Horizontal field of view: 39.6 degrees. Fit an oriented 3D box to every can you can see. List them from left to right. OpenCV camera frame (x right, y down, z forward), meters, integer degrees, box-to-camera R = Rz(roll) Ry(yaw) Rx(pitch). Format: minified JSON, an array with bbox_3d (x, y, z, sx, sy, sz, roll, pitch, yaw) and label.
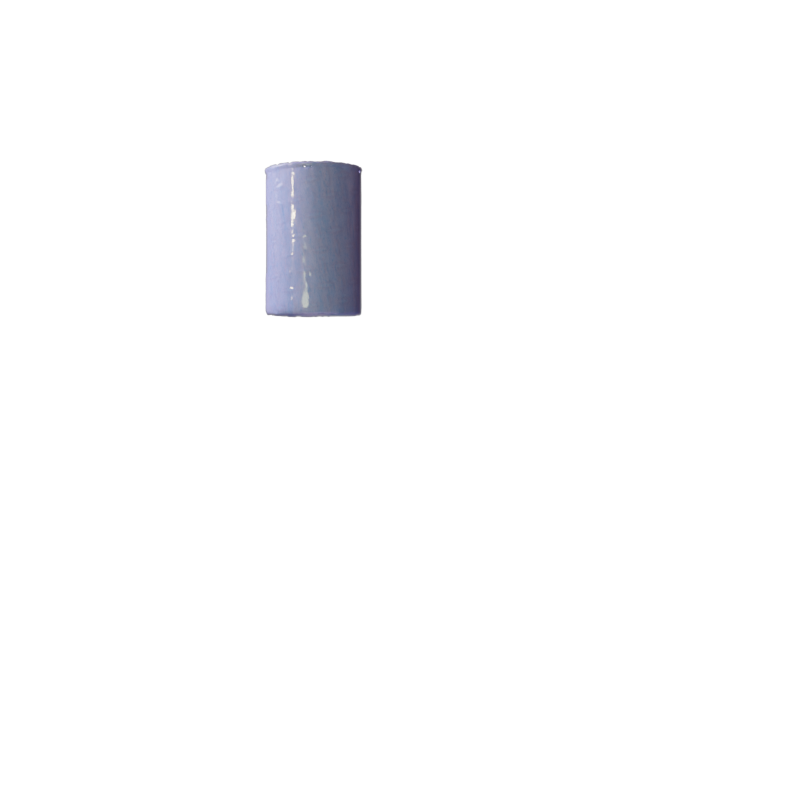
[{"bbox_3d":[-0.060,-0.109,0.766,0.068,0.103,0.068,0,-3,-2],"label":"can"}]
